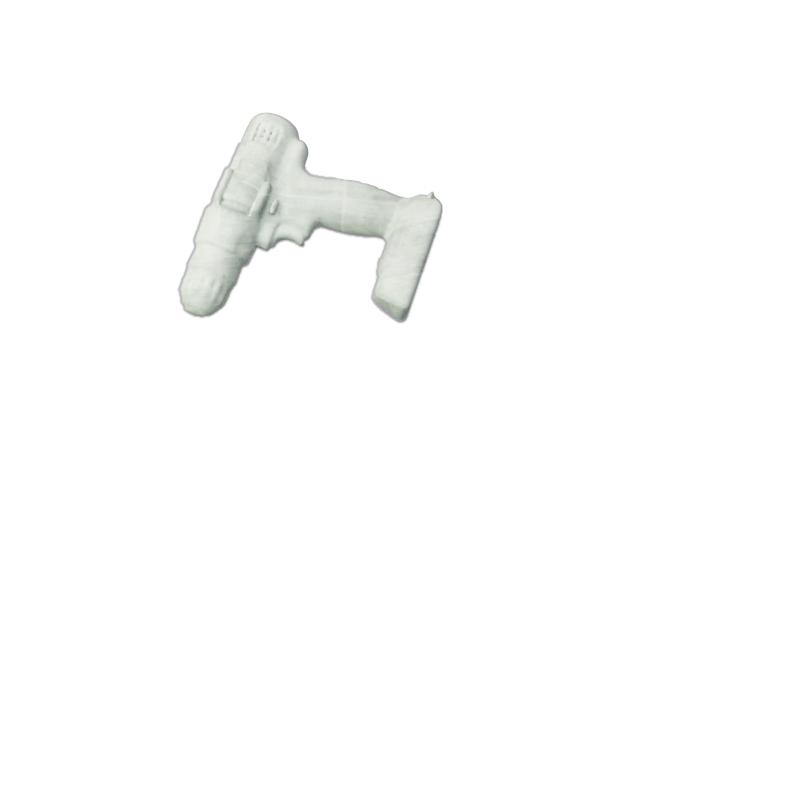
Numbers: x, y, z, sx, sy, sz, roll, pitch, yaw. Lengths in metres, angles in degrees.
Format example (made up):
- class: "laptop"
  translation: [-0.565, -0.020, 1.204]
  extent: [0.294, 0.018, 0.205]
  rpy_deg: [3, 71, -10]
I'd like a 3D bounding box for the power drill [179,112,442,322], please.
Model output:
- class: "power drill"
  translation: [-0.071, -0.130, 0.913]
  extent: [0.190, 0.189, 0.055]
  rpy_deg: [20, -14, 5]
